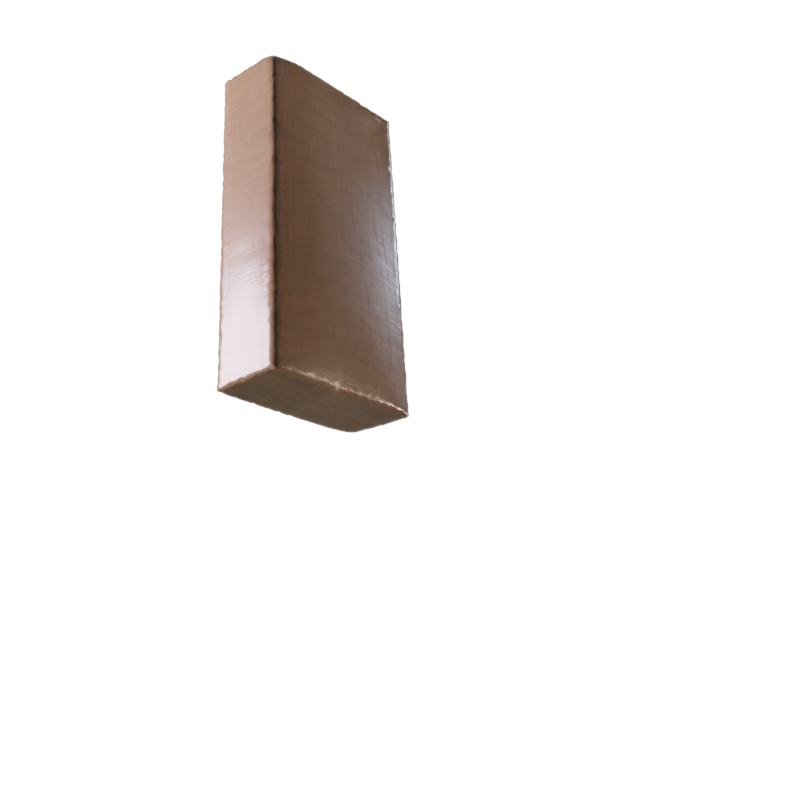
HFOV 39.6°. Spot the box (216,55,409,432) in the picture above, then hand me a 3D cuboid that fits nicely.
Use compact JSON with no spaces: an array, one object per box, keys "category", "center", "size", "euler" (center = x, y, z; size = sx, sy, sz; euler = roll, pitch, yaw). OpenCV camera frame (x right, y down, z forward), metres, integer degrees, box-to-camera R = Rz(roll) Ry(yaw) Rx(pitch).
[{"category":"box","center":[-0.044,-0.080,0.557],"size":[0.048,0.187,0.087],"euler":[-24,-33,37]}]
